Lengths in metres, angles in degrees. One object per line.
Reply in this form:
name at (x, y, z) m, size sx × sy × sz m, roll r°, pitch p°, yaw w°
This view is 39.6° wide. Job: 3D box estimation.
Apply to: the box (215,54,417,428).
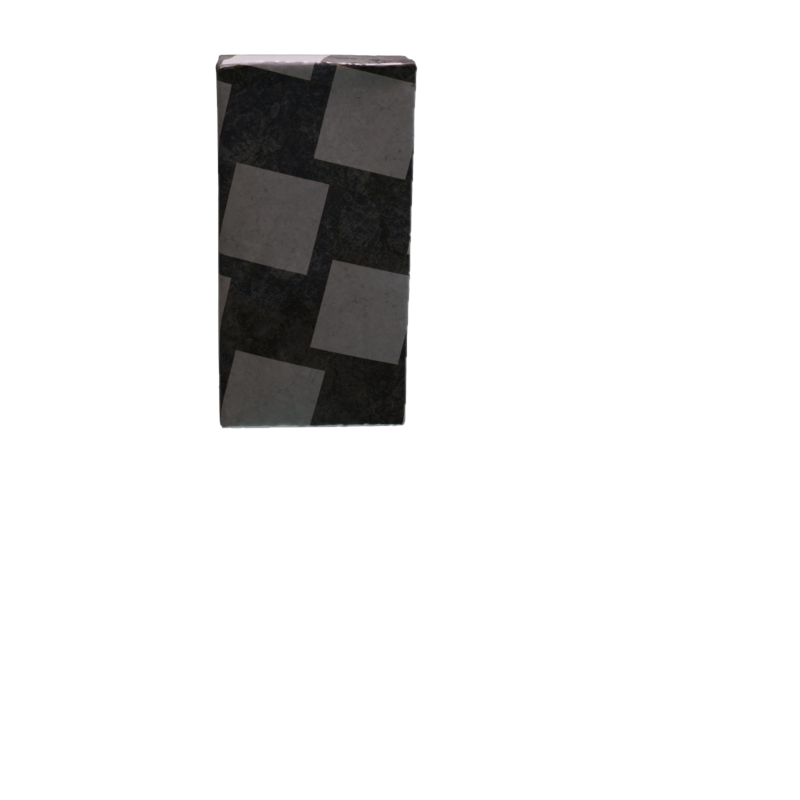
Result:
box at (-0.042, -0.076, 0.532) m, size 0.093 × 0.170 × 0.050 m, roll -1°, pitch 17°, yaw -5°
